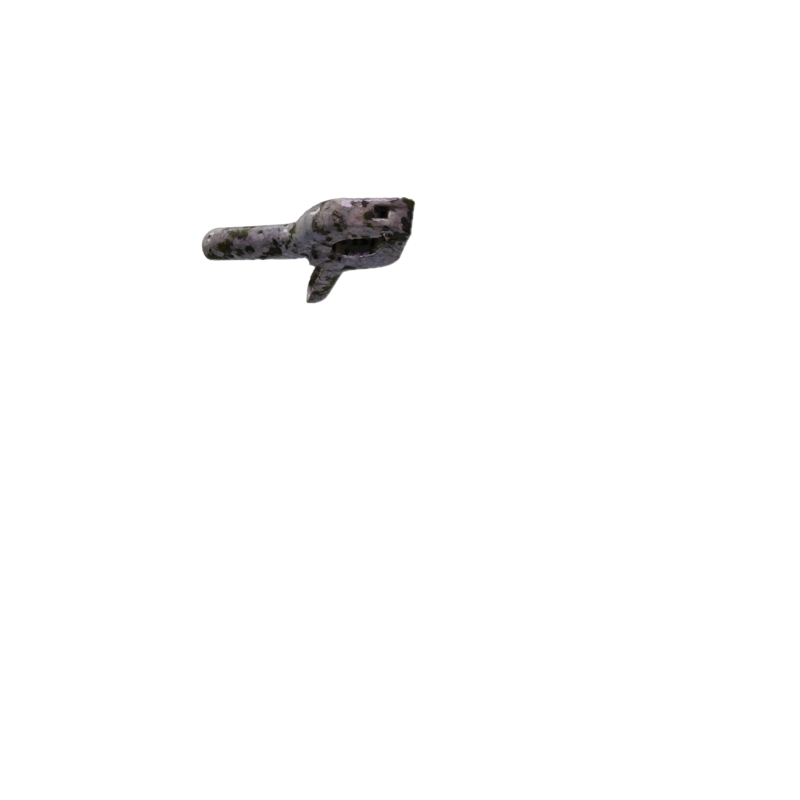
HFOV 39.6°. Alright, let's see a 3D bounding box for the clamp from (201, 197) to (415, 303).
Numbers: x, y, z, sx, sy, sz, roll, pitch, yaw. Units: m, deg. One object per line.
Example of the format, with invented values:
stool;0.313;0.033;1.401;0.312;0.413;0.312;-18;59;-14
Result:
clamp;-0.064;-0.116;0.815;0.114;0.041;0.172;12;-21;-34
